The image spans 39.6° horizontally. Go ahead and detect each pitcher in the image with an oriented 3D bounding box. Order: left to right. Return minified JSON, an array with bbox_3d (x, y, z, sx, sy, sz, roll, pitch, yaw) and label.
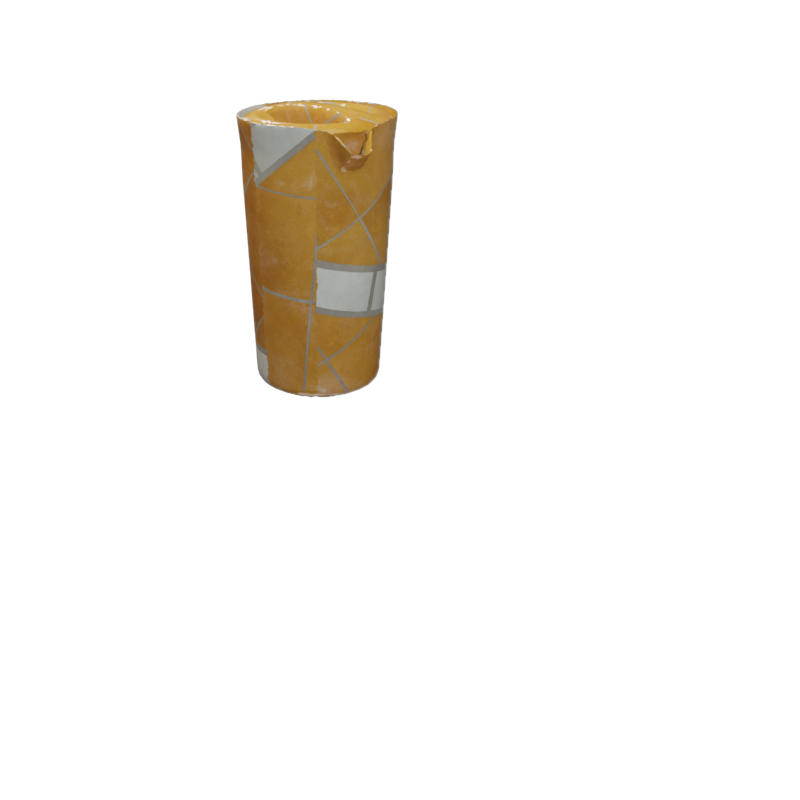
[{"bbox_3d":[-0.075,-0.136,0.955,0.149,0.233,0.152,7,20,16],"label":"pitcher"}]
